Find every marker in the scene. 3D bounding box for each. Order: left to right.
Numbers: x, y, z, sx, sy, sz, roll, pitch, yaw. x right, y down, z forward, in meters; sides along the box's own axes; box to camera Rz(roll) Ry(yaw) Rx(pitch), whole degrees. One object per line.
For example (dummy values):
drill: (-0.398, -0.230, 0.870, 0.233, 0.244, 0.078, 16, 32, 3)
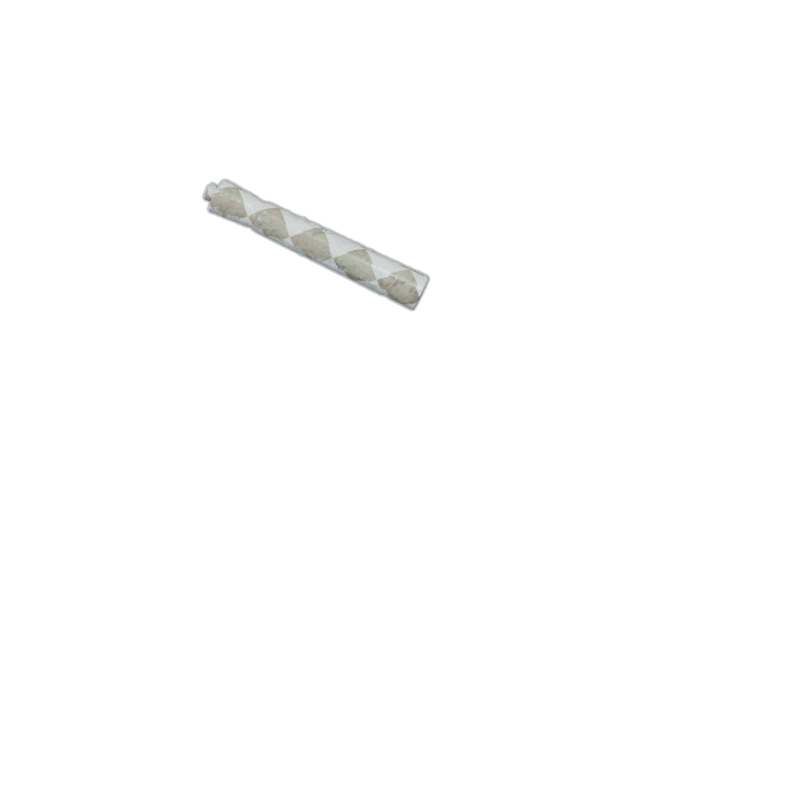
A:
marker: (-0.044, -0.079, 0.557, 0.123, 0.020, 0.020, 27, 7, 8)
